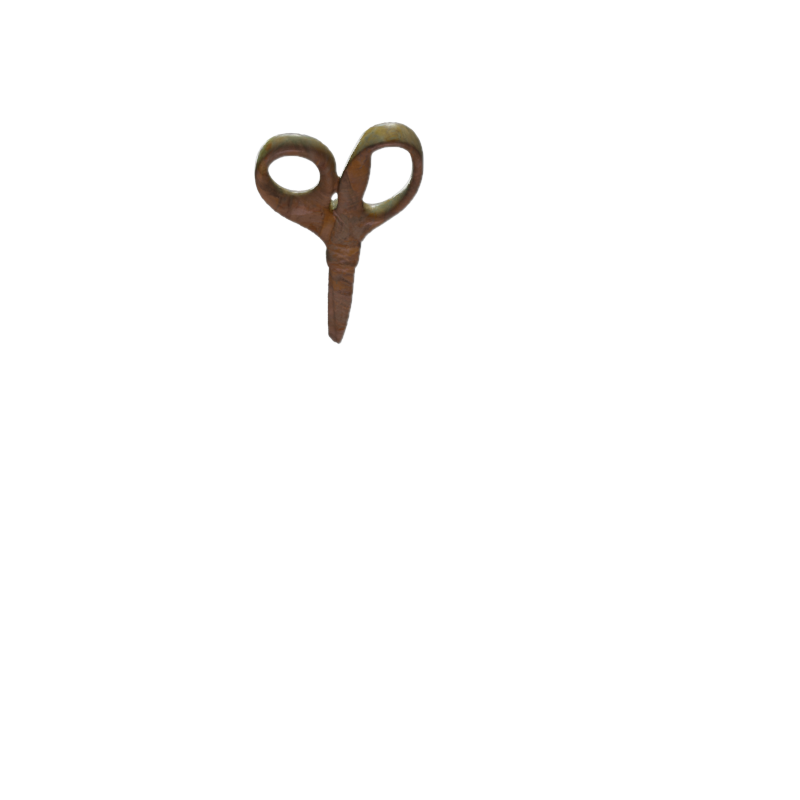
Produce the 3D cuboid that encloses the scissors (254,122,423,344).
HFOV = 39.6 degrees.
[{"bbox_3d":[-0.049,-0.089,0.625,0.094,0.017,0.194,11,-32,-17],"label":"scissors"}]
